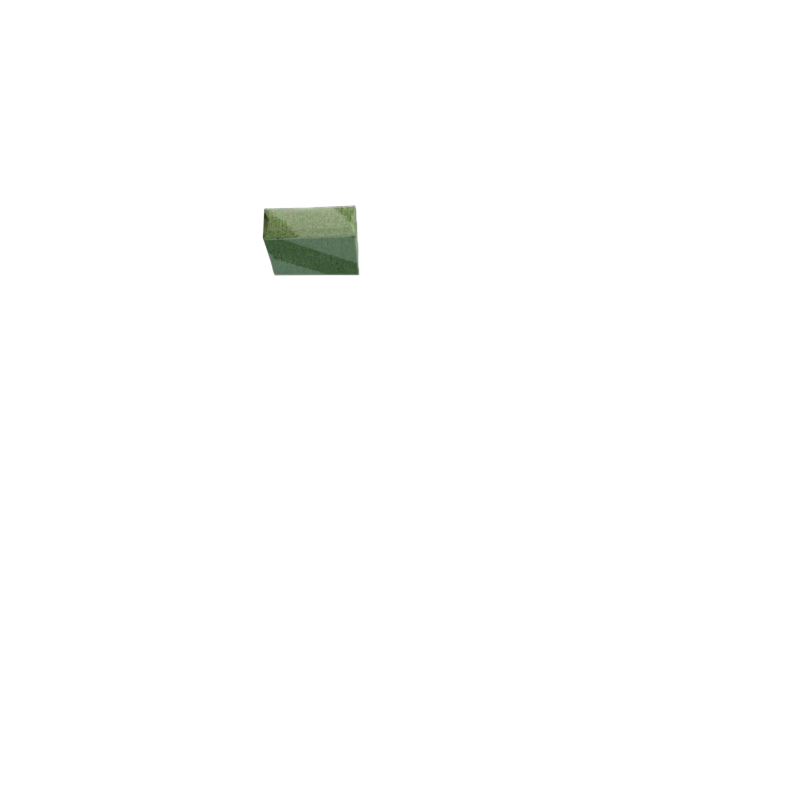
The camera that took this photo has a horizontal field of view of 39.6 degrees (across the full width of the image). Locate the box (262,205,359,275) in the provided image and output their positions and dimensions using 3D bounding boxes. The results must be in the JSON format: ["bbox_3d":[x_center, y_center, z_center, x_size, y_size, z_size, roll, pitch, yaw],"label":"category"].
[{"bbox_3d":[-0.071,-0.129,0.903,0.073,0.031,0.085,-1,-15,2],"label":"box"}]
